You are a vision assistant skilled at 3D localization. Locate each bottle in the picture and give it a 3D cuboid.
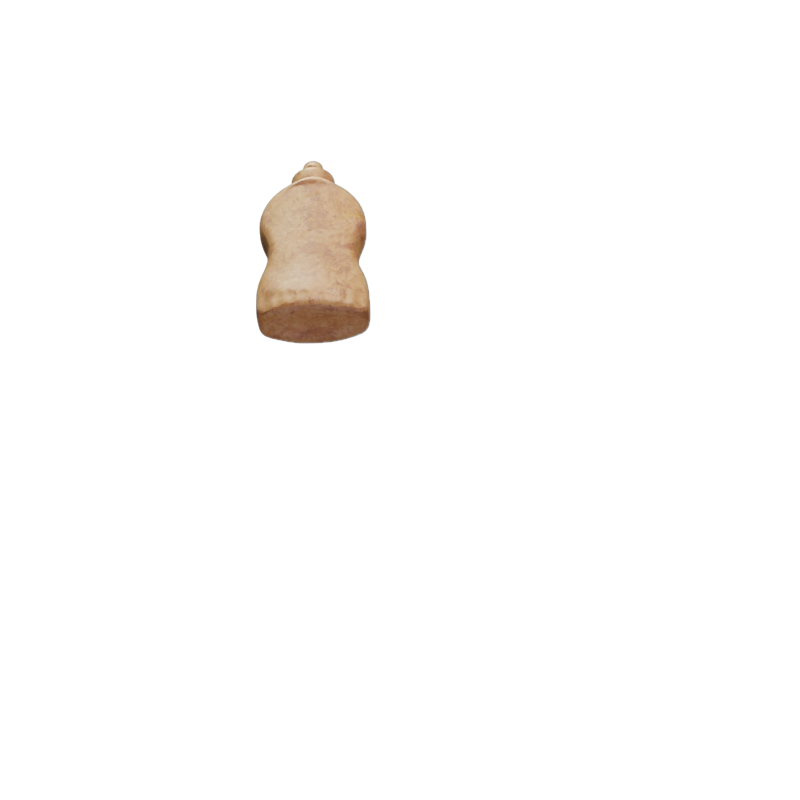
[{"bbox_3d":[-0.078,-0.142,0.990,0.096,0.206,0.054,-4,-39,2],"label":"bottle"}]
